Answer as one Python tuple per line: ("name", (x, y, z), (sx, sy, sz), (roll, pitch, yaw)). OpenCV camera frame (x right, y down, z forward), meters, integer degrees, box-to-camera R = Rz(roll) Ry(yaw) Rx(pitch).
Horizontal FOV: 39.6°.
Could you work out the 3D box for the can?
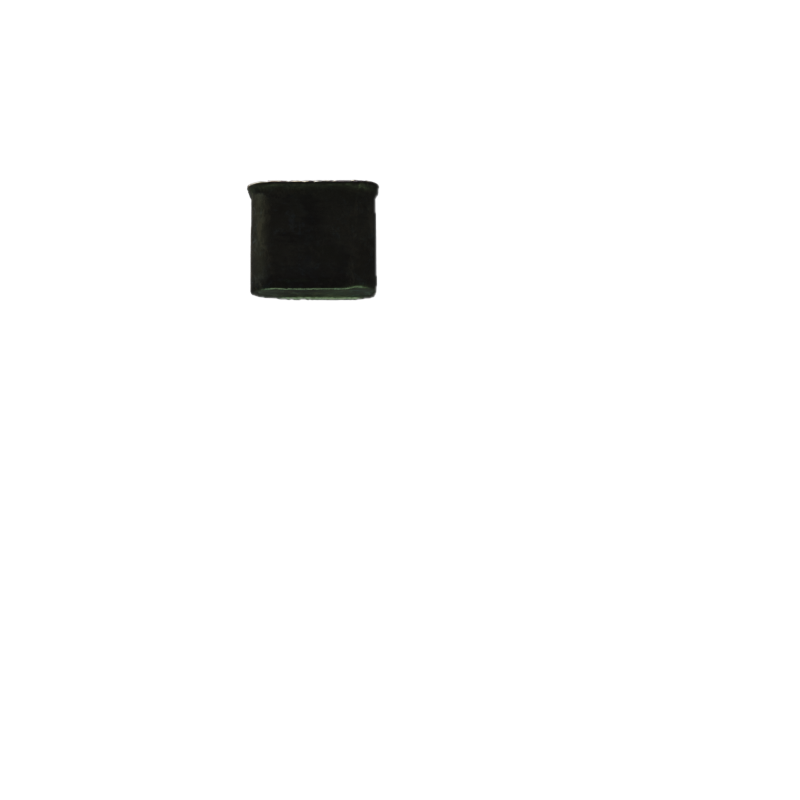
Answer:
("can", (-0.067, -0.122, 0.854), (0.102, 0.086, 0.056), (0, -10, -1))
